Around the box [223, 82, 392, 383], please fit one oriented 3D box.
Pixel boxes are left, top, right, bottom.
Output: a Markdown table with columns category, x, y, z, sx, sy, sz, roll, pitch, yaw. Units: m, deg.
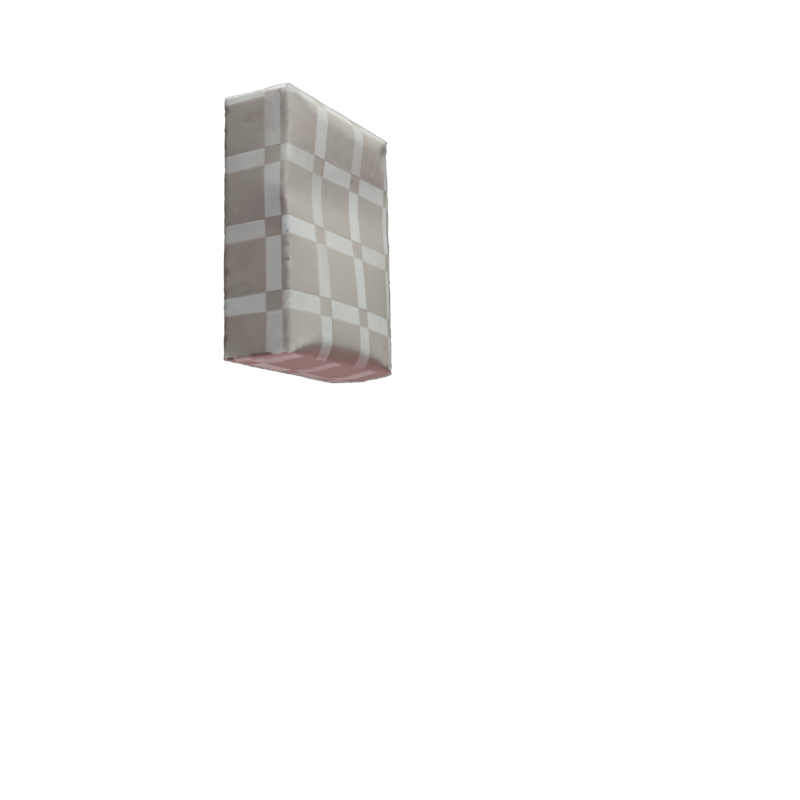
| category | x | y | z | sx | sy | sz | roll | pitch | yaw |
| --- | --- | --- | --- | --- | --- | --- | --- | --- | --- |
| box | -0.071 | -0.129 | 0.904 | 0.073 | 0.221 | 0.155 | -8 | -14 | 28 |
